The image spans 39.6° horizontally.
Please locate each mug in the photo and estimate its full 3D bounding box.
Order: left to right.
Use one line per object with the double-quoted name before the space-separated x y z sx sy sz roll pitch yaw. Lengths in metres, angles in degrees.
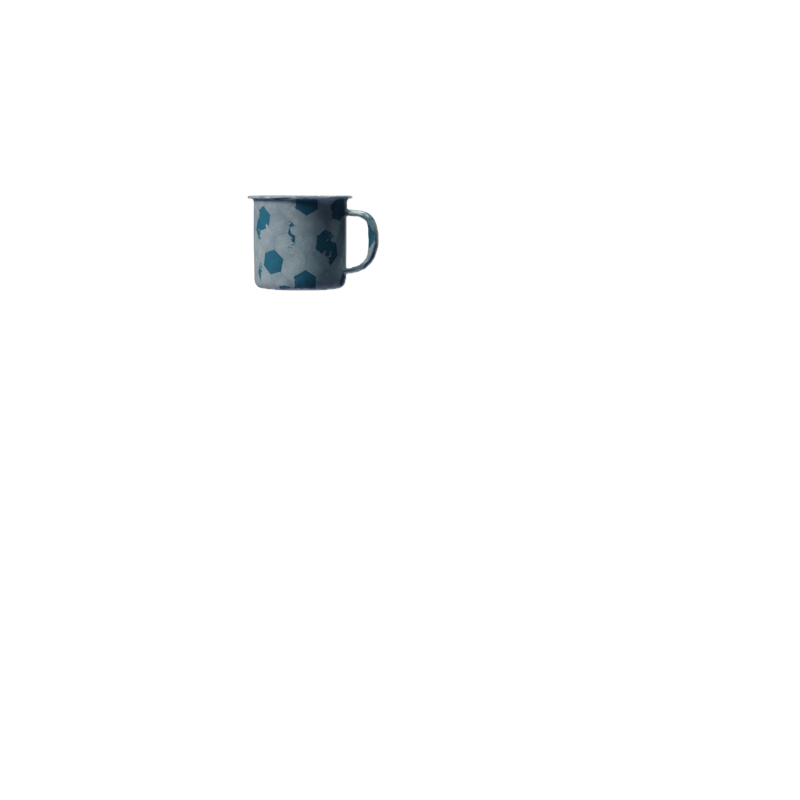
"mug" -0.076 -0.139 0.976 0.119 0.081 0.093 2 7 11
